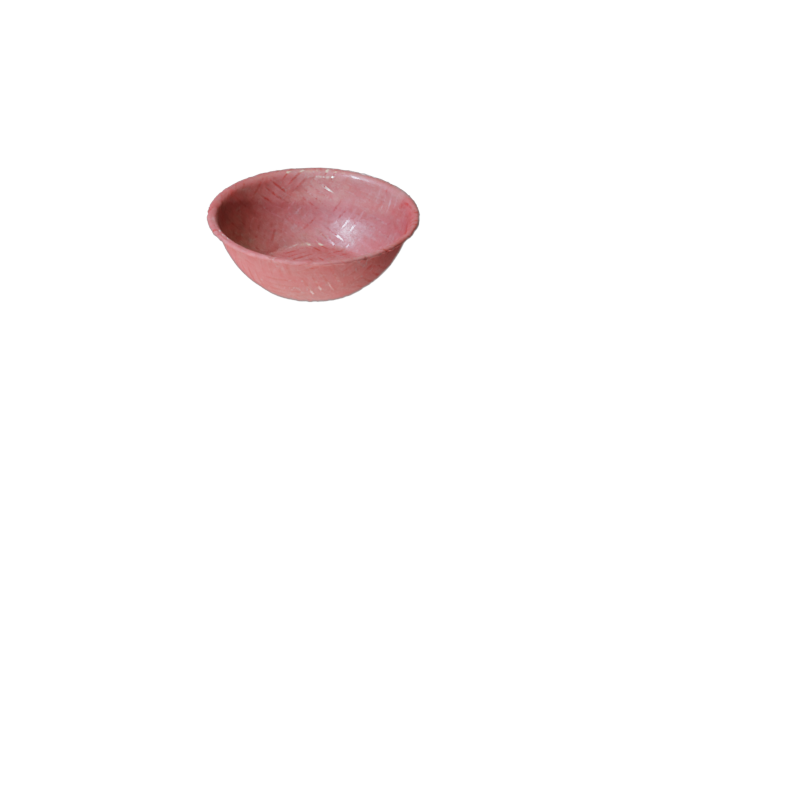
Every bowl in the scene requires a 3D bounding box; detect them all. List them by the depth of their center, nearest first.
[{"bbox_3d":[-0.067,-0.122,0.852,0.162,0.052,0.173,-1,33,-2],"label":"bowl"}]
